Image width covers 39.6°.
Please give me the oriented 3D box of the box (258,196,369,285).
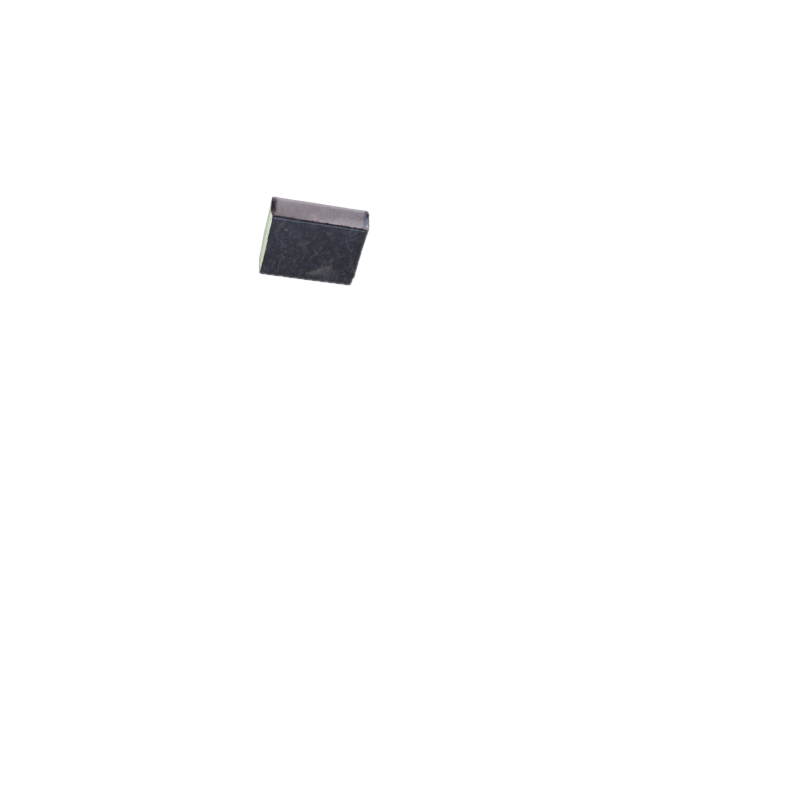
[{"bbox_3d":[-0.078,-0.142,0.996,0.088,0.032,0.069,8,-42,-9],"label":"box"}]
